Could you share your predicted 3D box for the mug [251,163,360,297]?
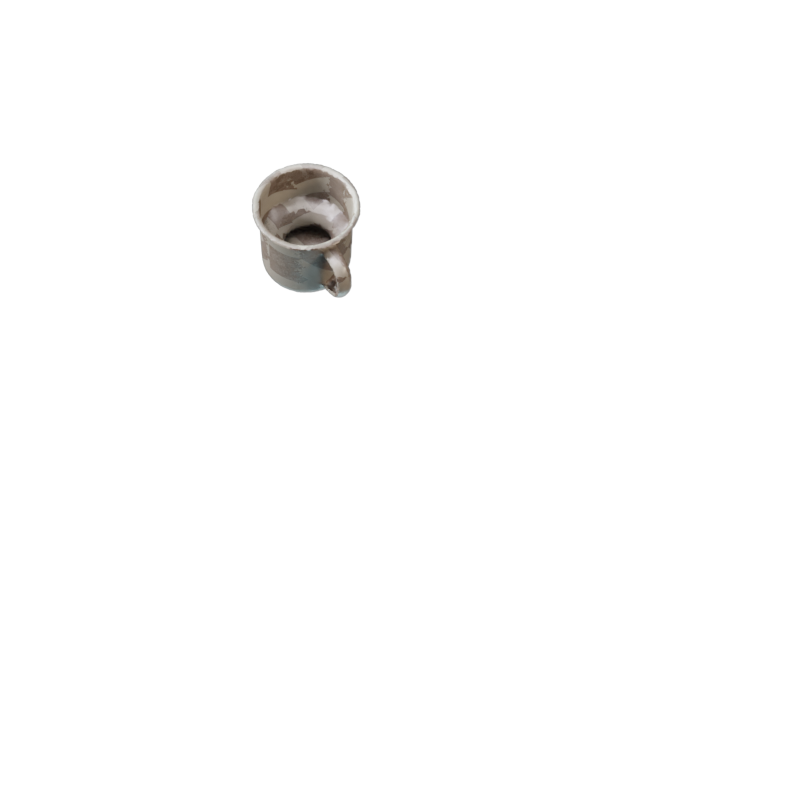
[{"bbox_3d":[-0.076,-0.139,0.974,0.093,0.125,0.076,-28,-27,-17],"label":"mug"}]
